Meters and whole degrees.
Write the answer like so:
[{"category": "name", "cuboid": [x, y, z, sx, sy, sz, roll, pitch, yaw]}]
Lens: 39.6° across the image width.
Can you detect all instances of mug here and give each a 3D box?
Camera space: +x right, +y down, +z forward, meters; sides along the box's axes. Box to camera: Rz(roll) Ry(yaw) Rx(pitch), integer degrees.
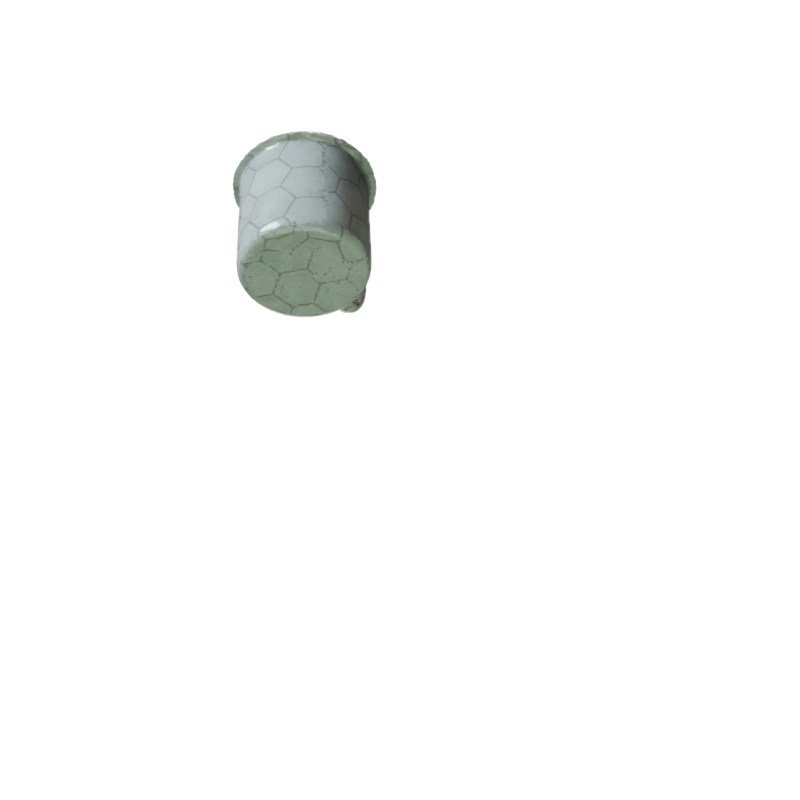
[{"category": "mug", "cuboid": [-0.055, -0.099, 0.697, 0.094, 0.088, 0.108, -20, -46, 18]}]
